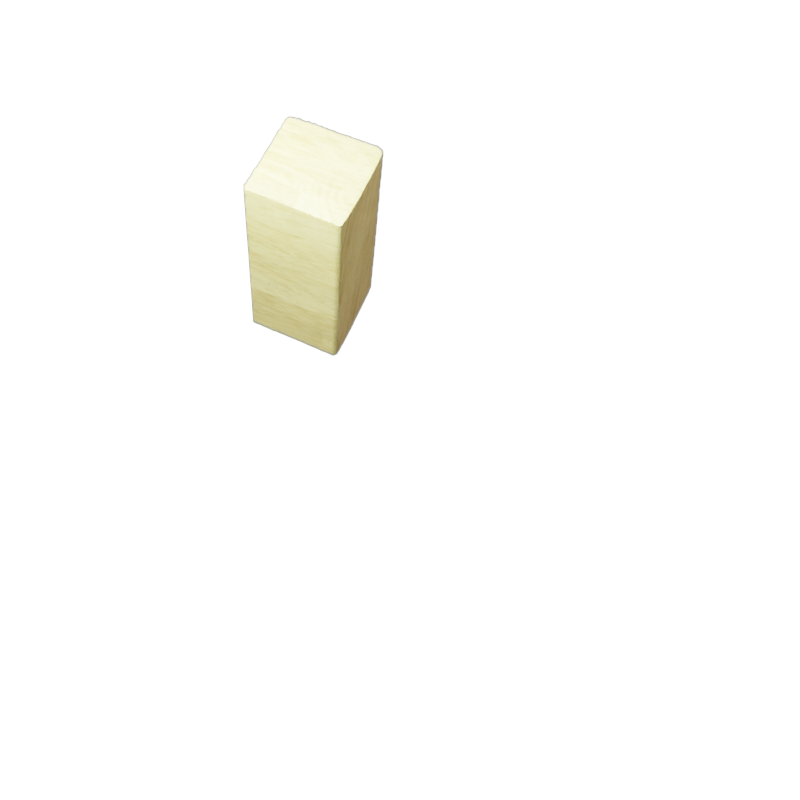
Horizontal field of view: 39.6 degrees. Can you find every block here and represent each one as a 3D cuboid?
[{"bbox_3d":[-0.076,-0.141,0.982,0.093,0.094,0.193,22,-29,9],"label":"block"}]
